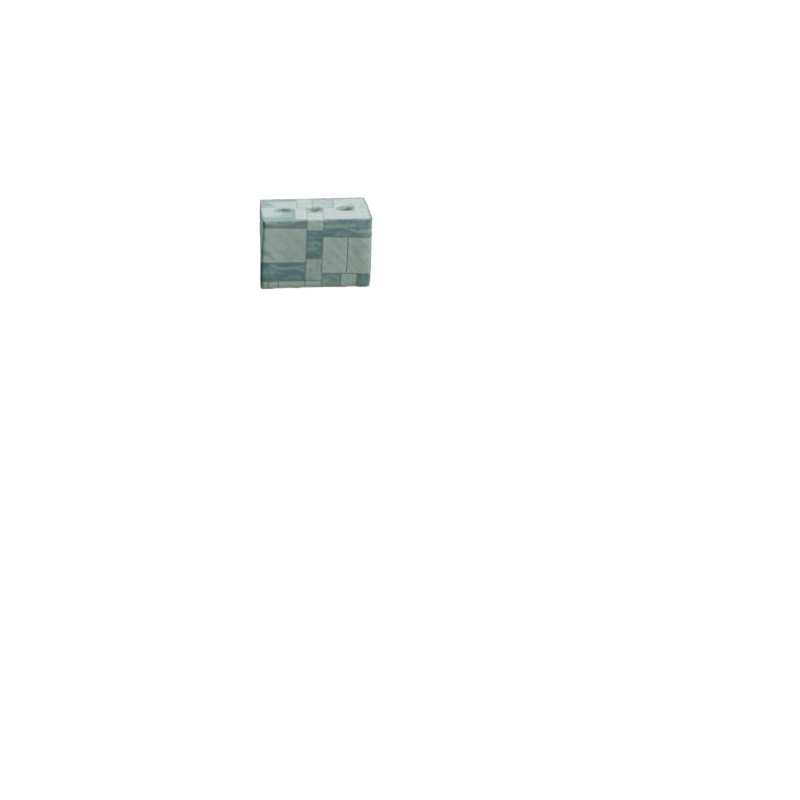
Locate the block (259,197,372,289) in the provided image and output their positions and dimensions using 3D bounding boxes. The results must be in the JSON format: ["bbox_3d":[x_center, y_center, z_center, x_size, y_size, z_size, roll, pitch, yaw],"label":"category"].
[{"bbox_3d":[-0.062,-0.112,0.787,0.077,0.049,0.056,-2,24,-6],"label":"block"}]
